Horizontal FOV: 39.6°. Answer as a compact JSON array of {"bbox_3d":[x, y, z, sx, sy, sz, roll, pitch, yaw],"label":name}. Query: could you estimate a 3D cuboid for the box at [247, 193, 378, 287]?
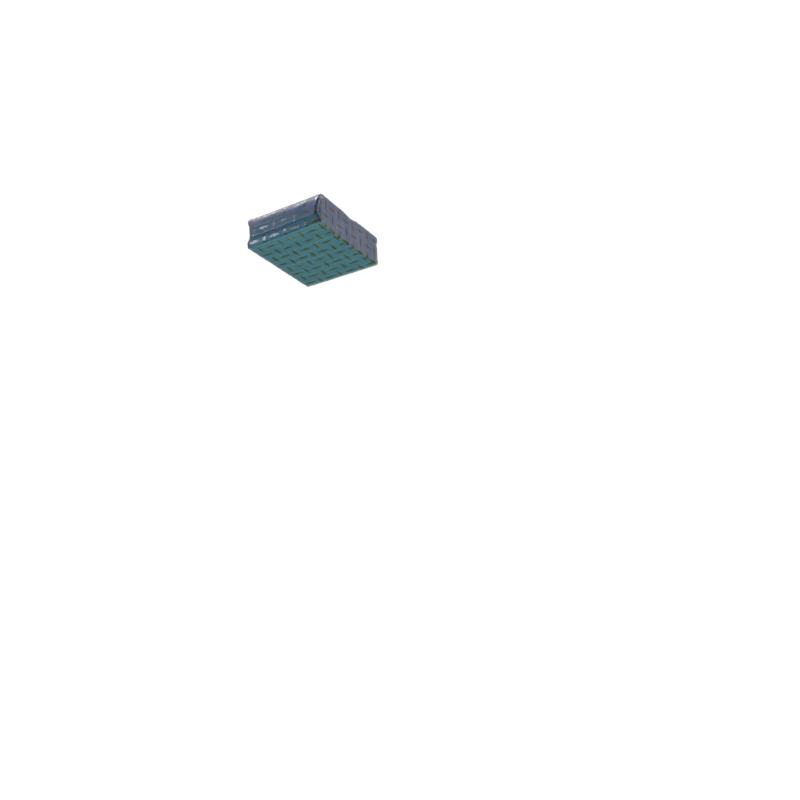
[{"bbox_3d":[-0.072,-0.131,0.919,0.074,0.032,0.083,-16,-29,30],"label":"box"}]
